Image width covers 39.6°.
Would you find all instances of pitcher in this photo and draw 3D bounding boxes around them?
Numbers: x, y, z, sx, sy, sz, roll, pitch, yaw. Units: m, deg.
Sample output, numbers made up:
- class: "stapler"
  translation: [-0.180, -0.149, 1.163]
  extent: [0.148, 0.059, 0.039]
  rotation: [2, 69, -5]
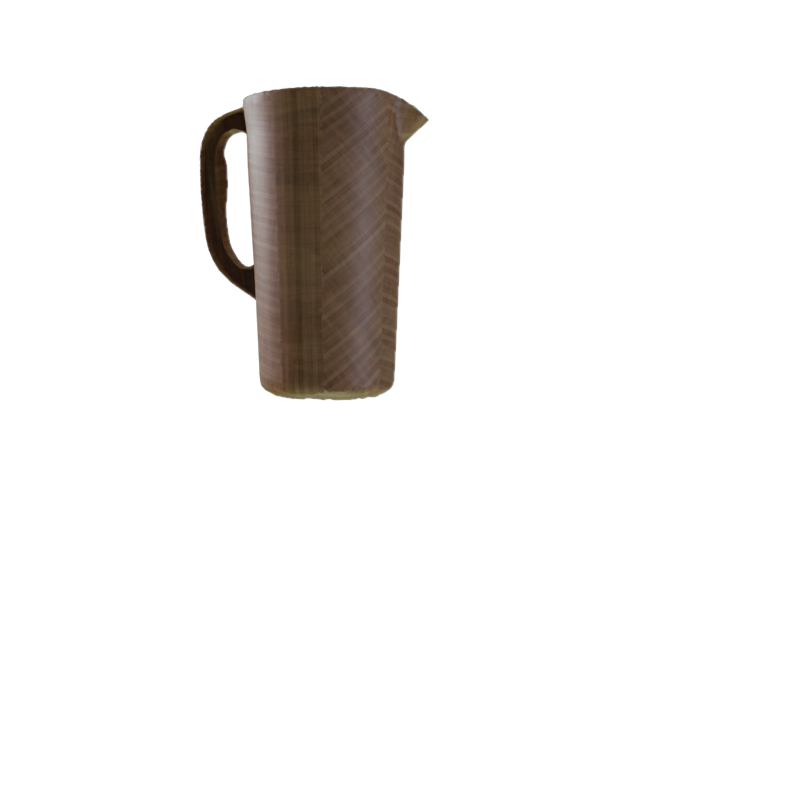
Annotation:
- class: "pitcher"
  translation: [-0.070, -0.127, 0.891]
  extent: [0.140, 0.243, 0.154]
  rotation: [-1, 1, -32]
